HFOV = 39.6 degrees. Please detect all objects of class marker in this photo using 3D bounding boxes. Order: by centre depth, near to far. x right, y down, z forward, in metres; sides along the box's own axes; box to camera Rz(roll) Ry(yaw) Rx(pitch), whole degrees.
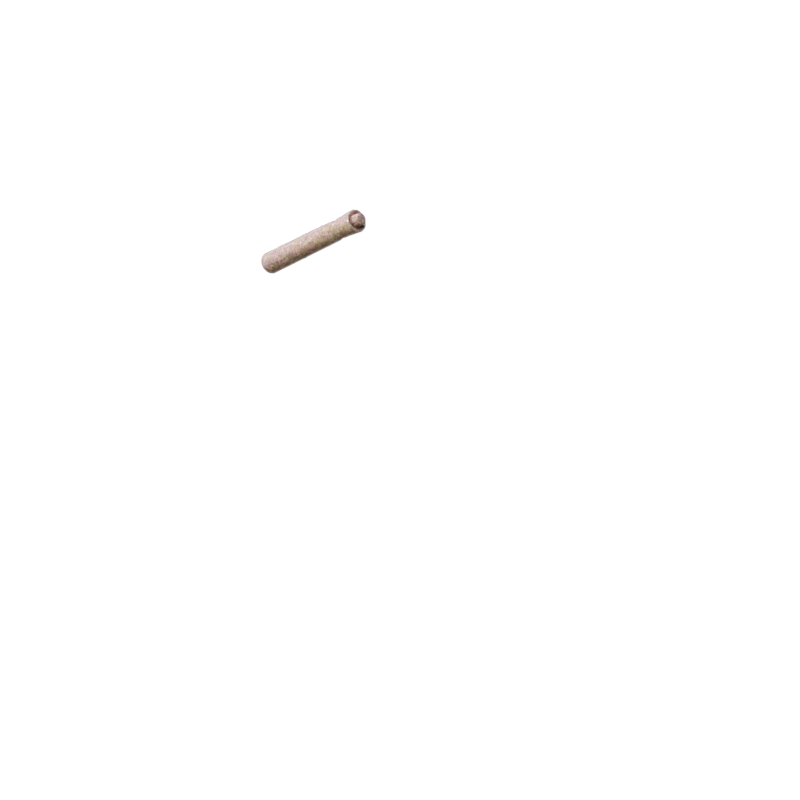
[{"bbox_3d":[-0.071,-0.130,0.910,0.019,0.020,0.122,-3,-9,-44],"label":"marker"}]
